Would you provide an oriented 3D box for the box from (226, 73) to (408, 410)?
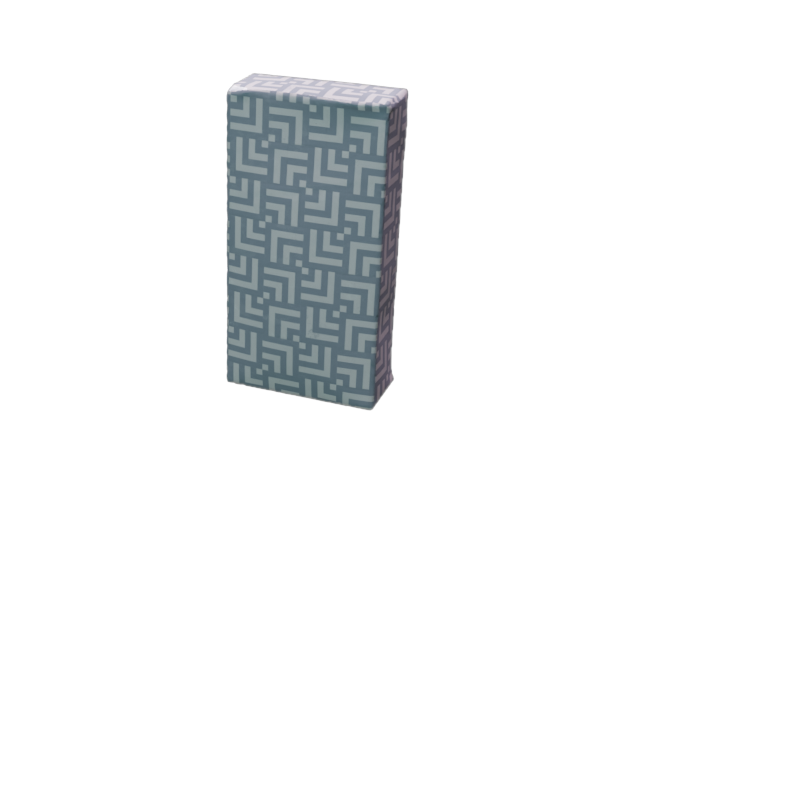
[{"bbox_3d":[-0.049,-0.088,0.616,0.096,0.167,0.049,10,25,17],"label":"box"}]
